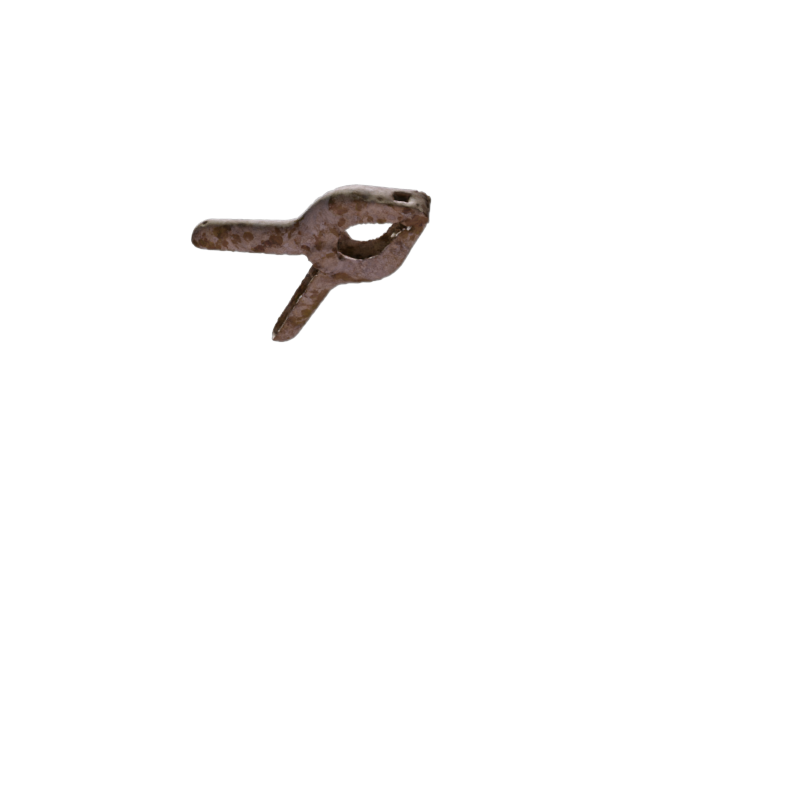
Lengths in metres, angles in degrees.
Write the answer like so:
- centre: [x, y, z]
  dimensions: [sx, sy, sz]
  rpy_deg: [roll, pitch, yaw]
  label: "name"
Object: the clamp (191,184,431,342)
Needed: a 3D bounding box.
- centre: [-0.062, -0.113, 0.794]
  dimensions: [0.171, 0.042, 0.112]
  rpy_deg: [-30, -52, 26]
  label: "clamp"
